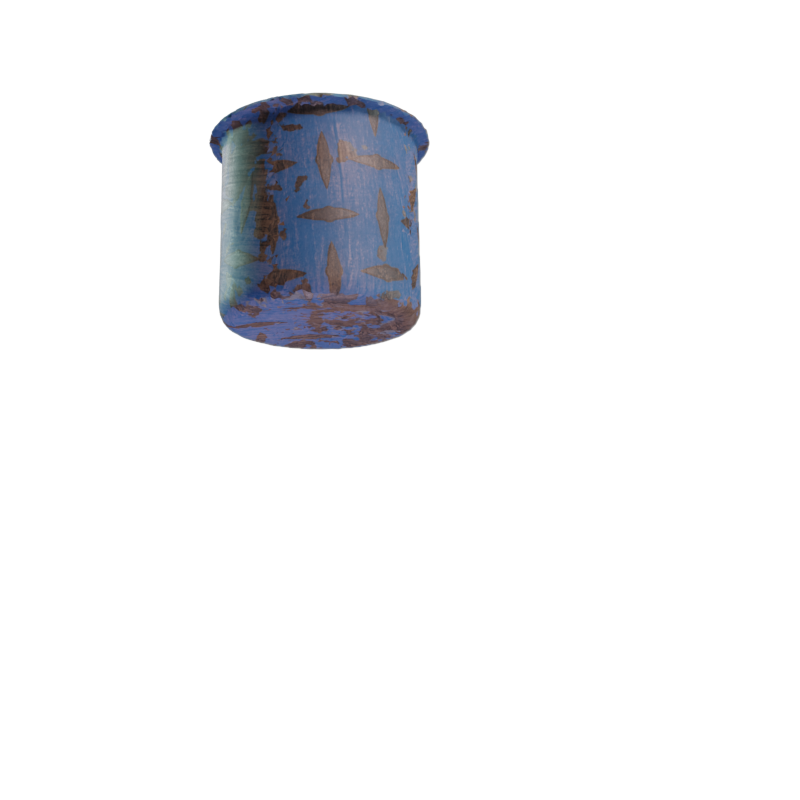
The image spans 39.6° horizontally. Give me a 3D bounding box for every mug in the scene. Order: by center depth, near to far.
[{"bbox_3d":[-0.037,-0.067,0.468,0.091,0.085,0.115,4,-16,-16],"label":"mug"}]
